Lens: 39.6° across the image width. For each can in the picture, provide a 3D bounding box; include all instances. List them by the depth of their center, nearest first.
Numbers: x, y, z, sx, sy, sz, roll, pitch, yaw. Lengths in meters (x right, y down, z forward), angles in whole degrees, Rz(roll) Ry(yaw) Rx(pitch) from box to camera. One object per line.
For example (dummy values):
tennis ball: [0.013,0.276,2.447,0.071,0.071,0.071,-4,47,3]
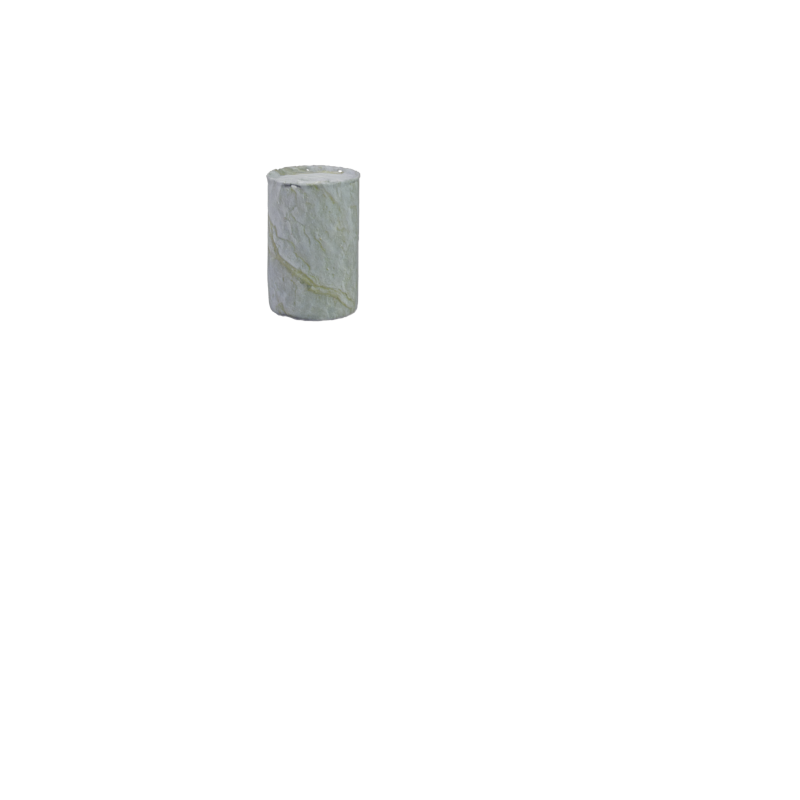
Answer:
can: [-0.064,-0.116,0.812,0.068,0.099,0.071,0,17,-2]
